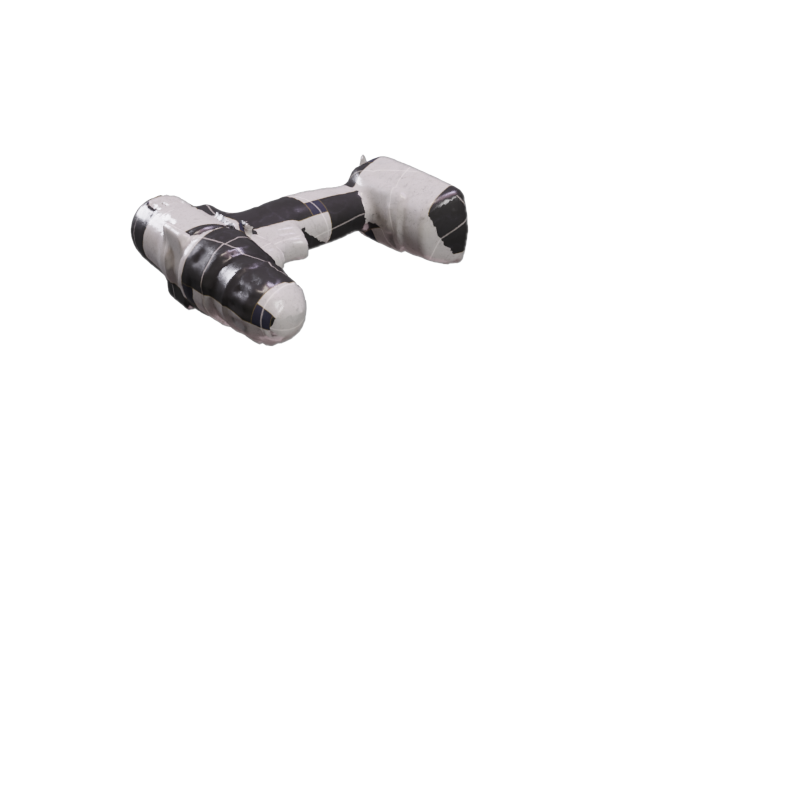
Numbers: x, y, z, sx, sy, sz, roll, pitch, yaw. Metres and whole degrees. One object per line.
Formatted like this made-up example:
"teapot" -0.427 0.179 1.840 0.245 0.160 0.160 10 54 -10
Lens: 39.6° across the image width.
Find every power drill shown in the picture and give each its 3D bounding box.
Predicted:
"power drill" -0.054 -0.098 0.687 0.184 0.054 0.198 -16 32 -28
